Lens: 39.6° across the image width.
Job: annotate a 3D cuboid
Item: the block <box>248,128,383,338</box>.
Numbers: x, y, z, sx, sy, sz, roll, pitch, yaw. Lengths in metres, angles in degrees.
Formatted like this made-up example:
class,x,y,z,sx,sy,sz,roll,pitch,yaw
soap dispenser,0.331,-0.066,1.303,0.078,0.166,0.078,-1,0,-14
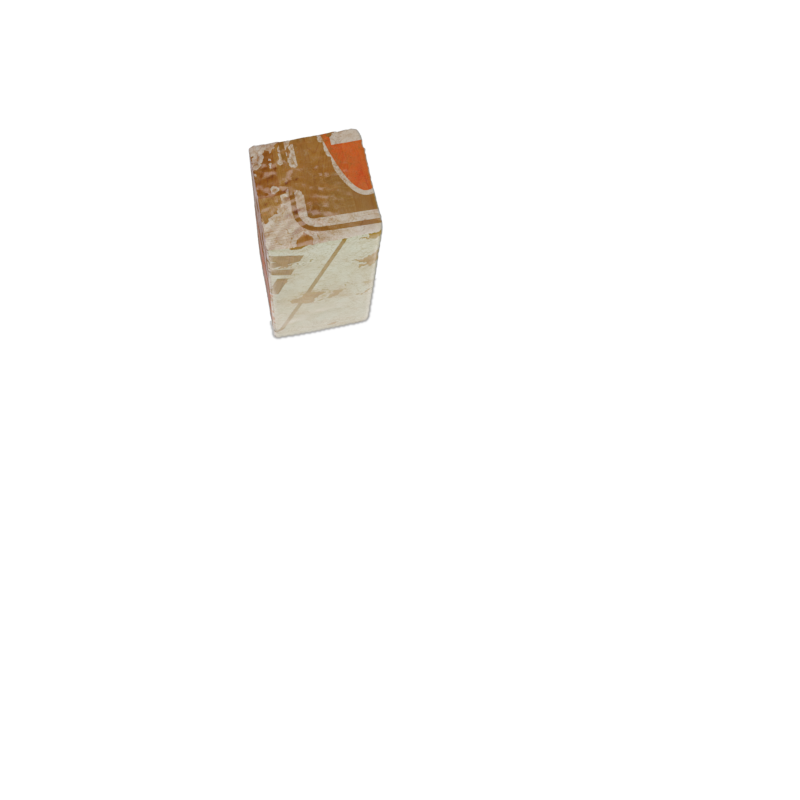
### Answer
class,x,y,z,sx,sy,sz,roll,pitch,yaw
block,-0.072,-0.132,0.926,0.090,0.095,0.197,-10,-16,-7
